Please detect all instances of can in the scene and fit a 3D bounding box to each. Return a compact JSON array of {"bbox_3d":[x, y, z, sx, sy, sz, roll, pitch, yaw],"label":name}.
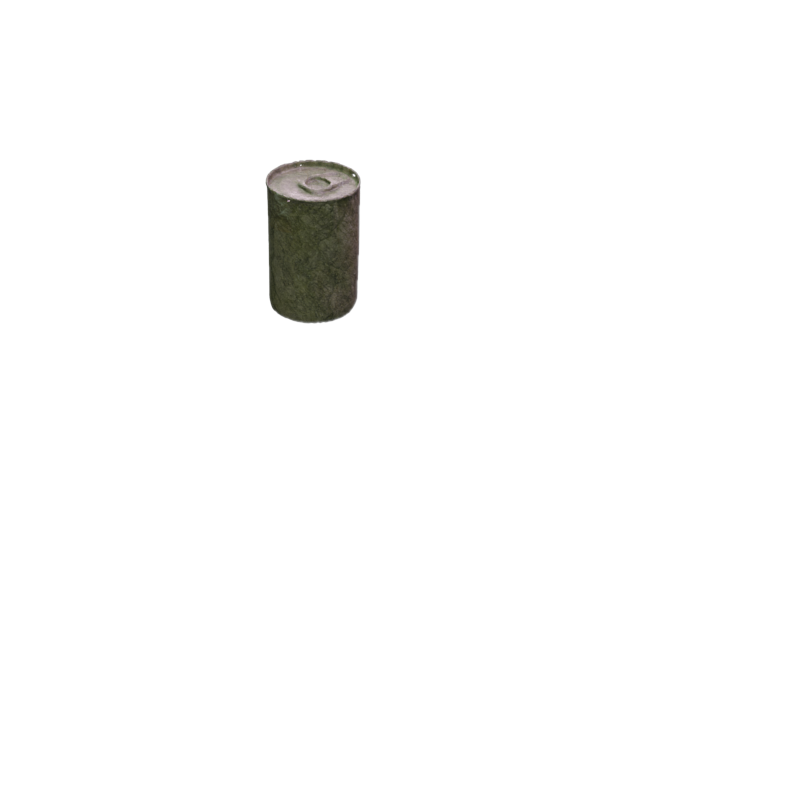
[{"bbox_3d":[-0.064,-0.116,0.813,0.068,0.096,0.073,0,32,-3],"label":"can"}]
